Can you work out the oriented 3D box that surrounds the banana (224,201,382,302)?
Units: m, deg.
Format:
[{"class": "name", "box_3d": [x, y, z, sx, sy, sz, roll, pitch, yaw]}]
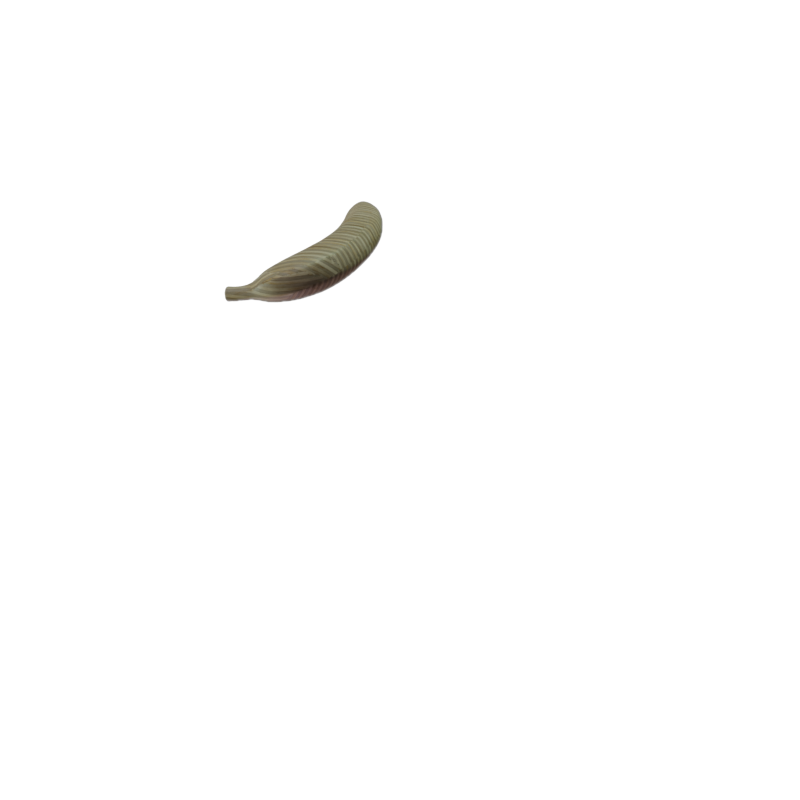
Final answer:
[{"class": "banana", "box_3d": [-0.060, -0.127, 0.931, 0.073, 0.035, 0.199, 19, 36, 28]}]
